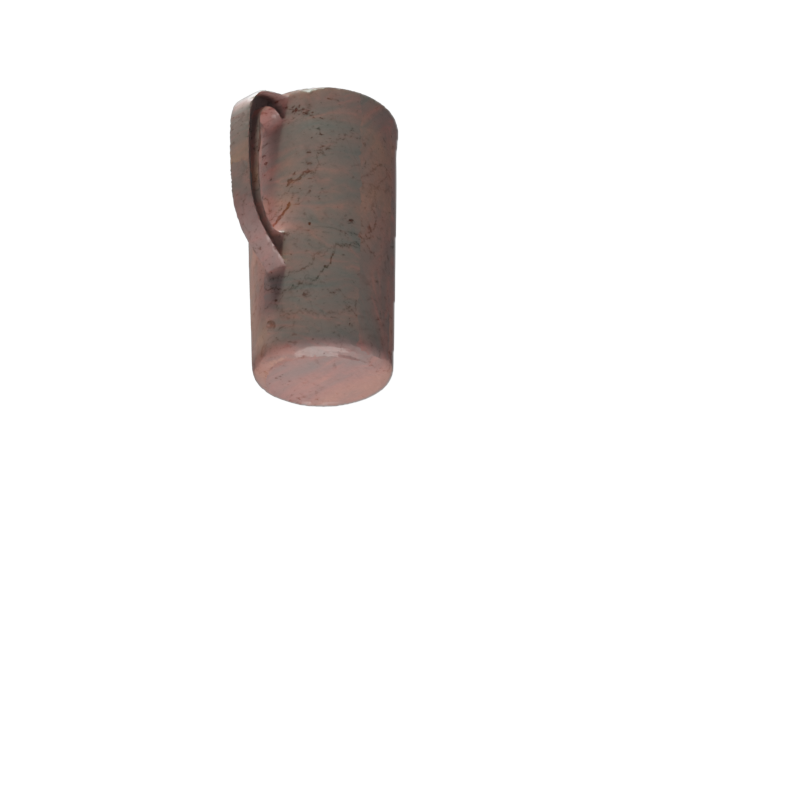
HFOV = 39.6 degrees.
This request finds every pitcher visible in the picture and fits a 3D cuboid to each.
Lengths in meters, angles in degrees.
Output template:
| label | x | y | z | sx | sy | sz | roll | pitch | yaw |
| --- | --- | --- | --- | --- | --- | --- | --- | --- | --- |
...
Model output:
| label | x | y | z | sx | sy | sz | roll | pitch | yaw |
| --- | --- | --- | --- | --- | --- | --- | --- | --- | --- |
| pitcher | -0.070 | -0.128 | 0.896 | 0.147 | 0.259 | 0.138 | 3 | -31 | -9 |
